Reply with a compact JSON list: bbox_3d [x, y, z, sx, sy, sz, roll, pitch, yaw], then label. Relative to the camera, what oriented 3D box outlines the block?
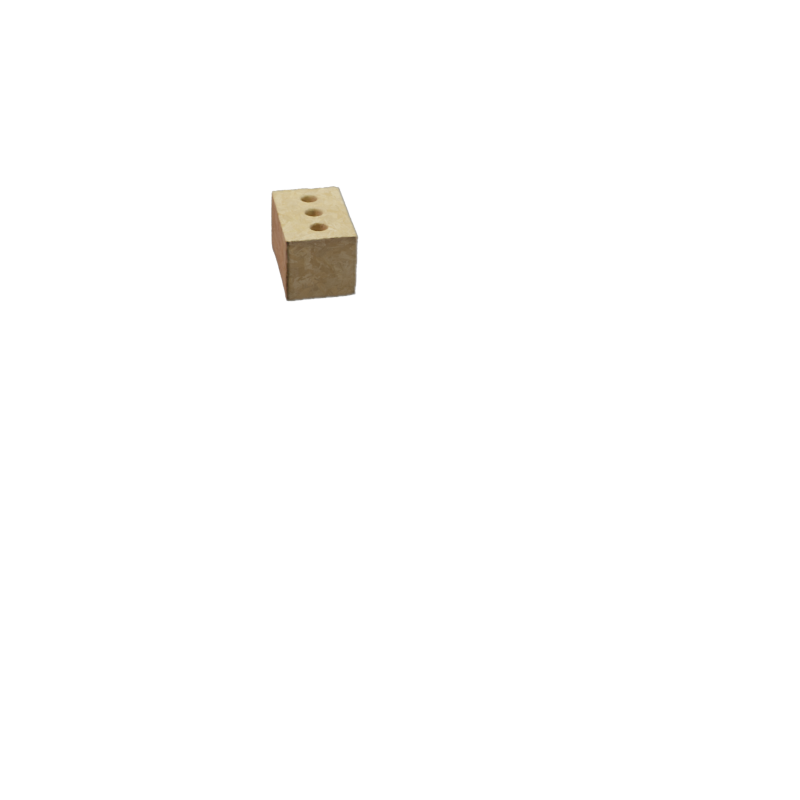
[{"bbox_3d":[-0.063,-0.115,0.807,0.052,0.048,0.084,-6,36,-11],"label":"block"}]
